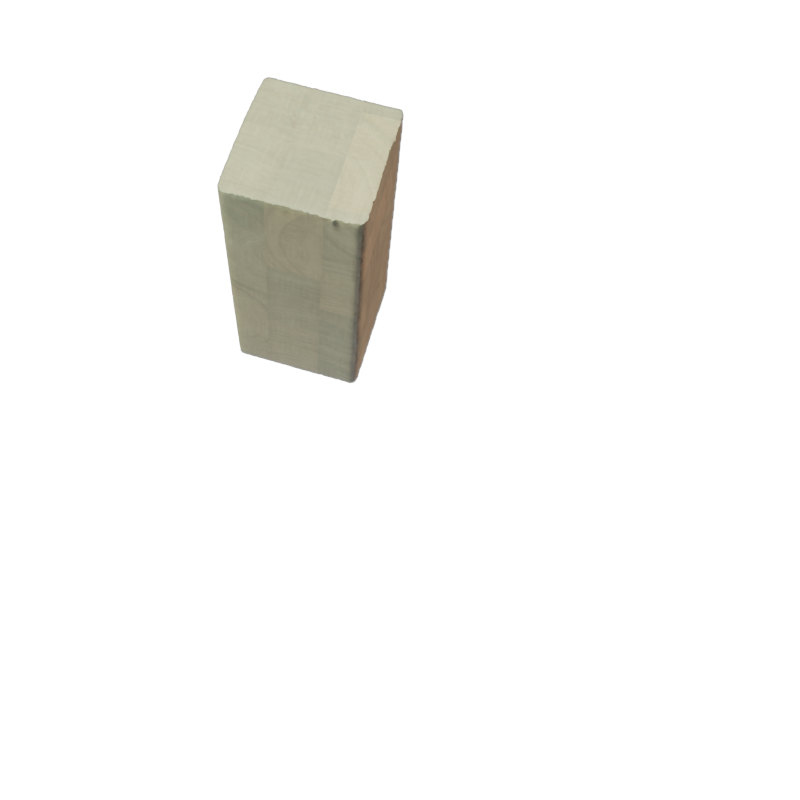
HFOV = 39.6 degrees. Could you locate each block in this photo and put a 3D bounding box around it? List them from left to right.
[{"bbox_3d":[-0.057,-0.103,0.728,0.092,0.094,0.194,16,-27,4],"label":"block"}]
